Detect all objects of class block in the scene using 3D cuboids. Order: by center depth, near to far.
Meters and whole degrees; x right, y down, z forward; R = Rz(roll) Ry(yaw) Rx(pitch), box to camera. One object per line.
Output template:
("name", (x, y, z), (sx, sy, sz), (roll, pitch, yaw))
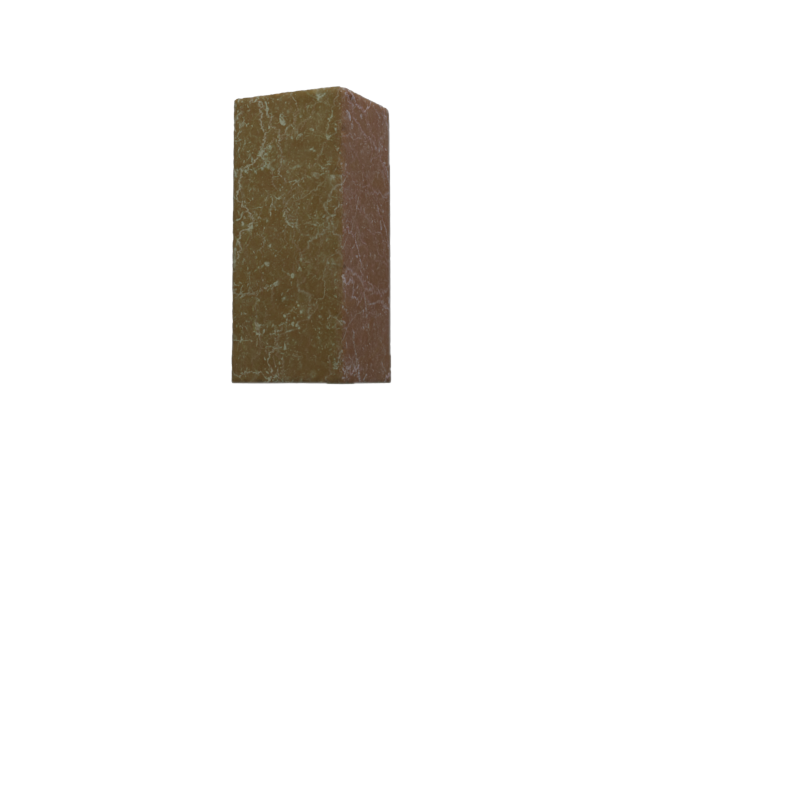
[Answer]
("block", (-0.063, -0.116, 0.814), (0.093, 0.209, 0.087), (-3, -6, 25))
